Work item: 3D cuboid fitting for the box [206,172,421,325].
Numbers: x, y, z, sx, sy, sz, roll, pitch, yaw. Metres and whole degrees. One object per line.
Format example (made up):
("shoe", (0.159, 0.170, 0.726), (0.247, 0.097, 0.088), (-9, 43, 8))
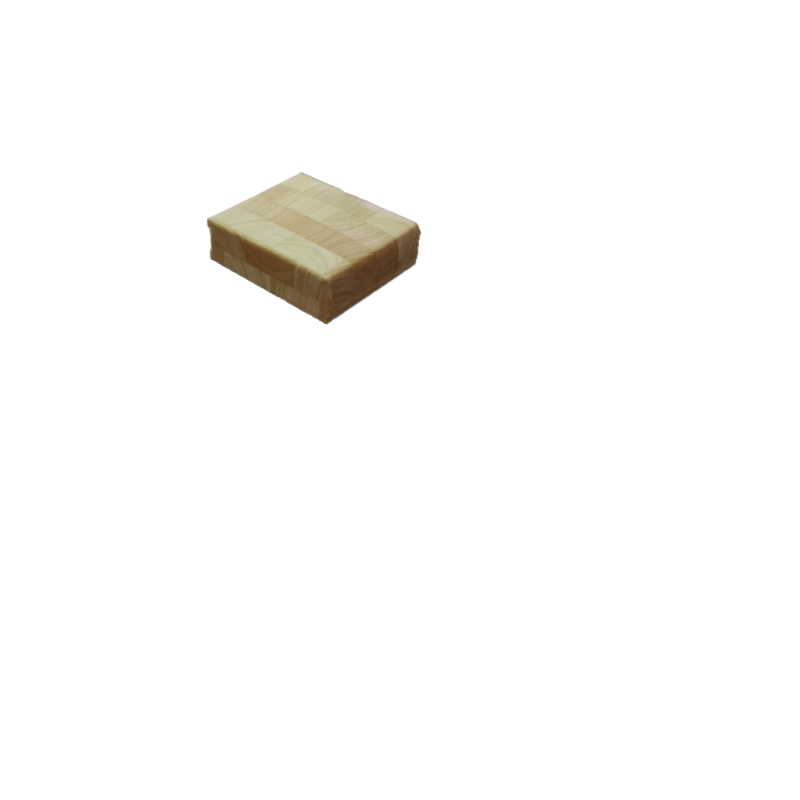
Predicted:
("box", (-0.046, -0.084, 0.589), (0.095, 0.028, 0.073), (28, 45, 32))
